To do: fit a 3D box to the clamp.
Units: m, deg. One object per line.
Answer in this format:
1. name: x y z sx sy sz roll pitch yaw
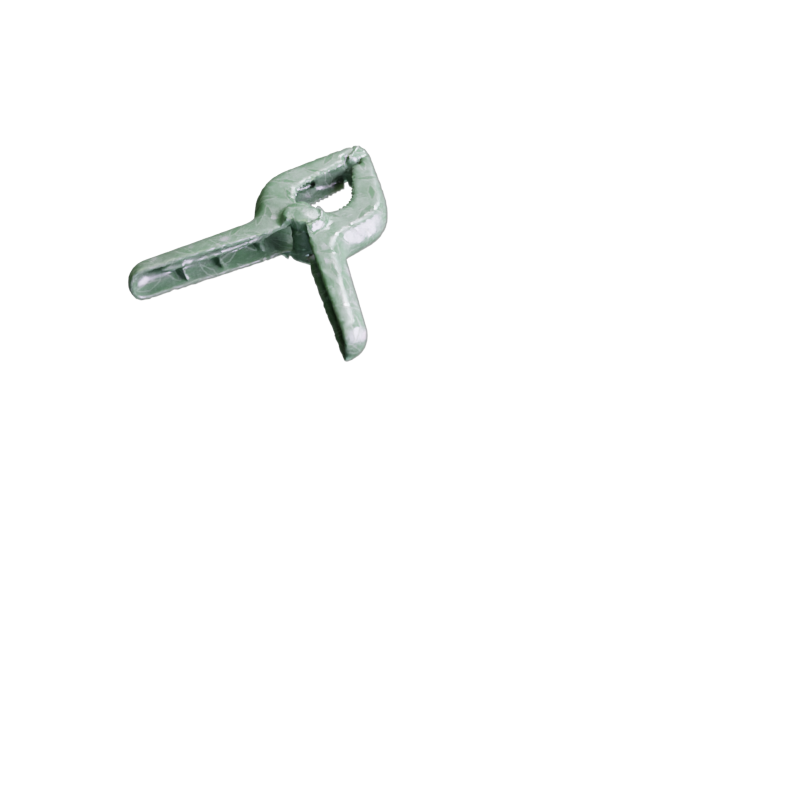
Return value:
1. clamp: -0.059 -0.108 0.755 0.172 0.034 0.215 21 45 22
